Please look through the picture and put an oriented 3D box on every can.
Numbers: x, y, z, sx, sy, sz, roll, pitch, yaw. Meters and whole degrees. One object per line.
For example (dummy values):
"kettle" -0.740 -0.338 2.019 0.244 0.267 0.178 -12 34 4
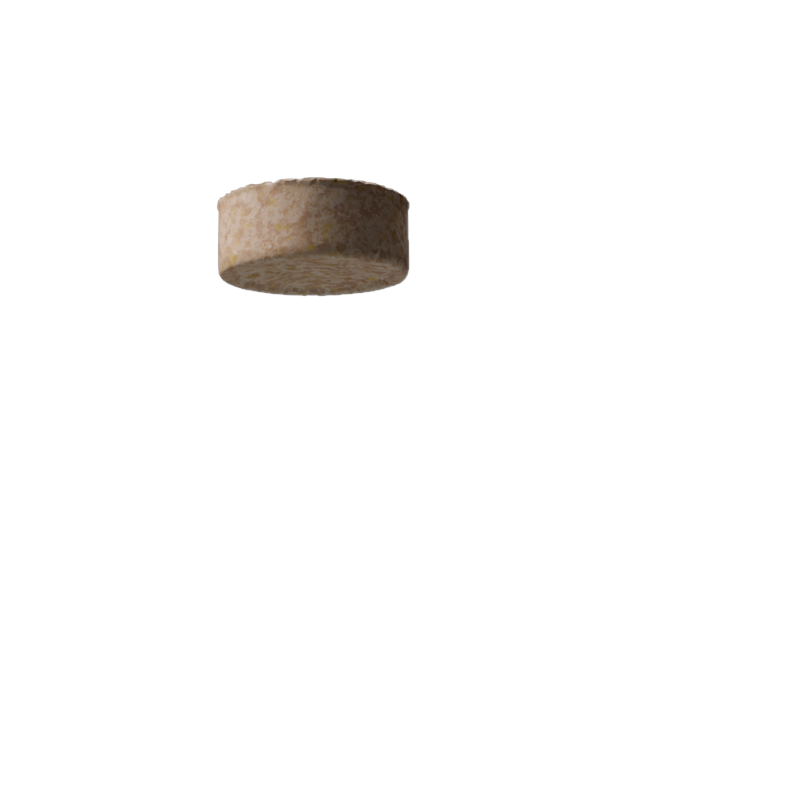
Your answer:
"can" -0.038 -0.070 0.490 0.086 0.034 0.084 0 -7 -2
